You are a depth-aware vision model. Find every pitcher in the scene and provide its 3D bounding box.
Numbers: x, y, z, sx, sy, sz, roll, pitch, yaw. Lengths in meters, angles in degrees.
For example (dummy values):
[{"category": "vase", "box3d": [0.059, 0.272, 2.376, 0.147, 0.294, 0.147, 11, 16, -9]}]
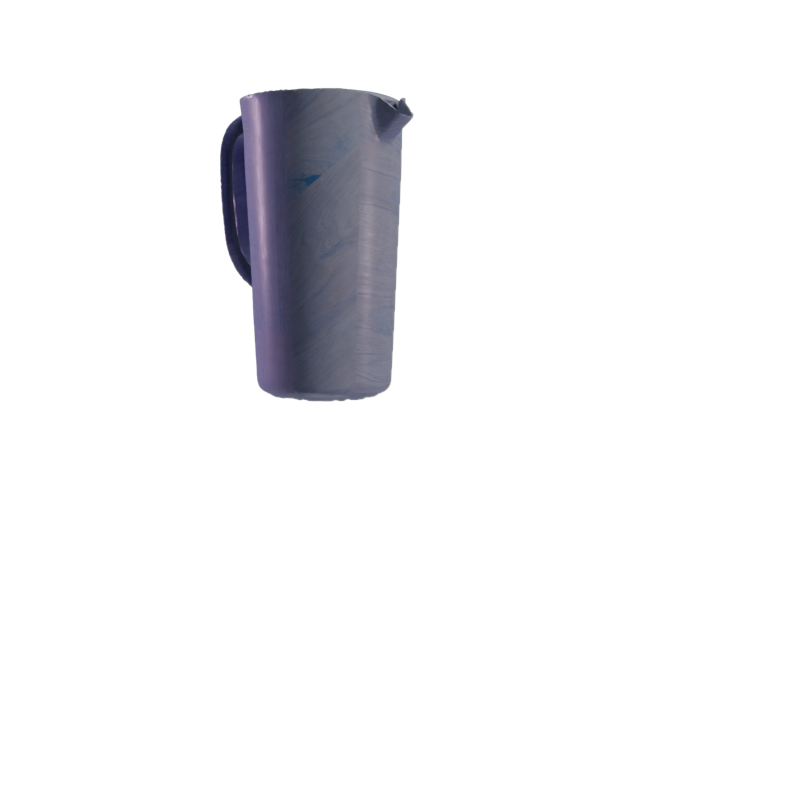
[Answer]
[{"category": "pitcher", "box3d": [-0.070, -0.128, 0.895, 0.143, 0.242, 0.152, 0, 3, -10]}]
